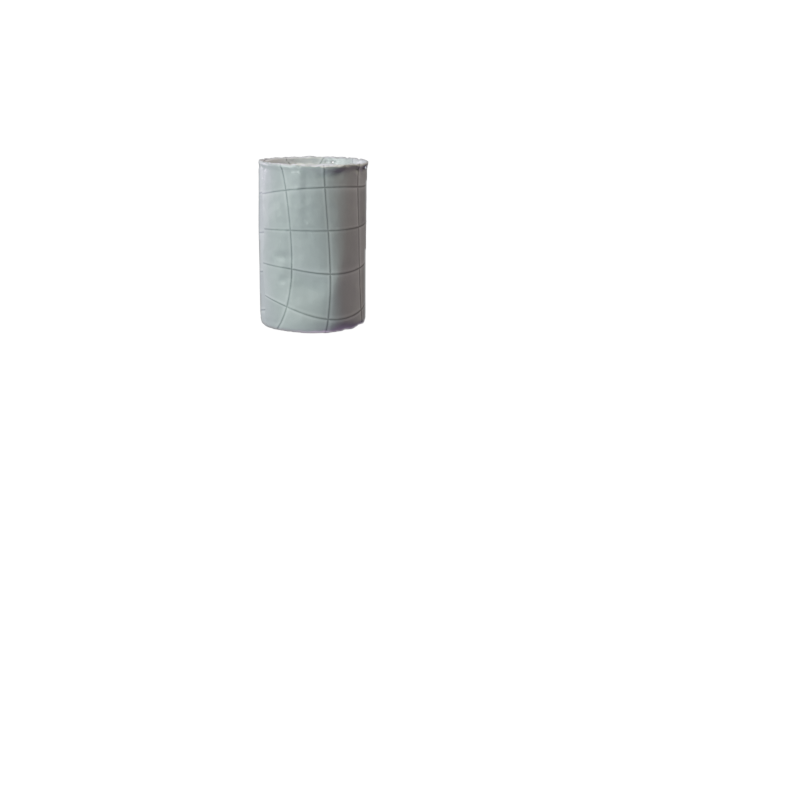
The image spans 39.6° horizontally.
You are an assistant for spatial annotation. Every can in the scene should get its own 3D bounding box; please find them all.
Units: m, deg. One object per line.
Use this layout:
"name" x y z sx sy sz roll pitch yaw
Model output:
"can" -0.054 -0.098 0.689 0.068 0.100 0.070 0 11 -2
